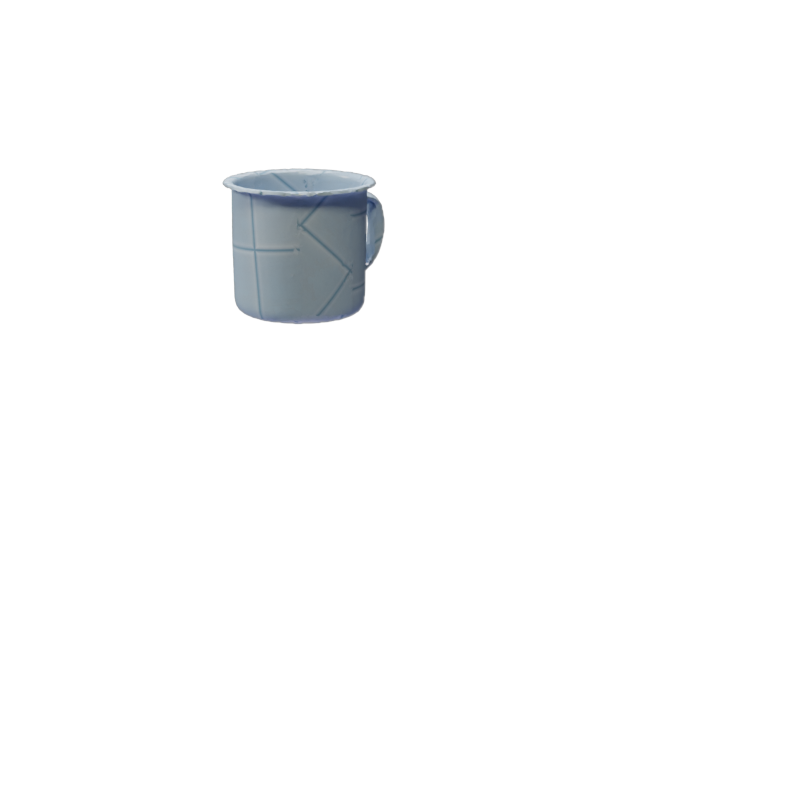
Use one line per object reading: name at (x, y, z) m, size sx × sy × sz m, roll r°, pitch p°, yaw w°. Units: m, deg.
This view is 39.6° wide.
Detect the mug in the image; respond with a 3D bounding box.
mug at (-0.054, -0.099, 0.691) m, size 0.098 × 0.079 × 0.115 m, roll 15°, pitch 23°, yaw 40°
